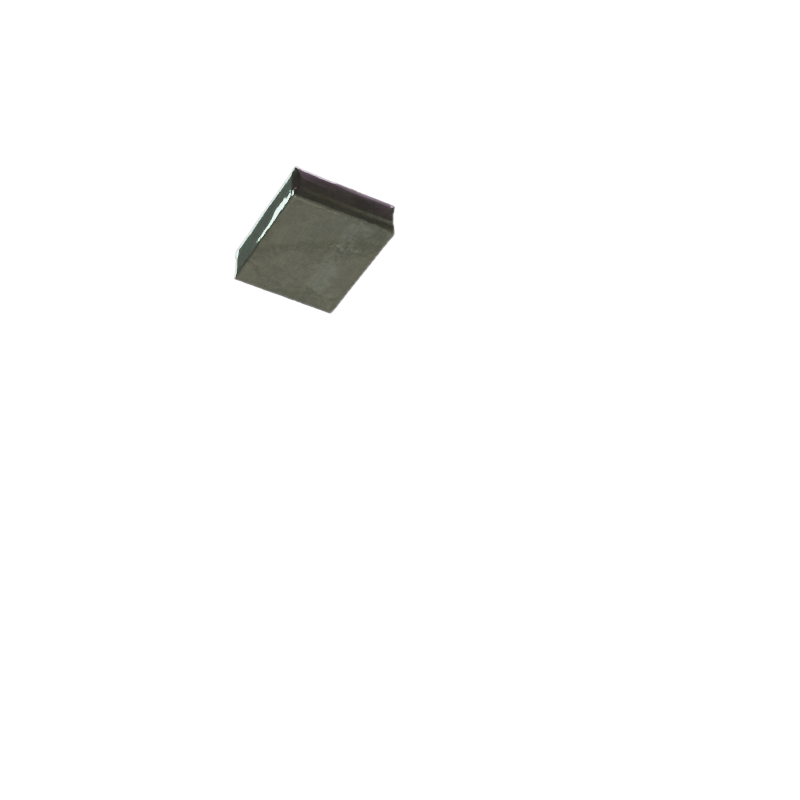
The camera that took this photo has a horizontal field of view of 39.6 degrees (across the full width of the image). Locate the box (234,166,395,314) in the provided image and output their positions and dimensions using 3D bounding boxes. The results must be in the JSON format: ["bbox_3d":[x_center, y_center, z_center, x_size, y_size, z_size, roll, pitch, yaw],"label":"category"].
[{"bbox_3d":[-0.056,-0.102,0.715,0.070,0.032,0.086,20,-45,-22],"label":"box"}]
